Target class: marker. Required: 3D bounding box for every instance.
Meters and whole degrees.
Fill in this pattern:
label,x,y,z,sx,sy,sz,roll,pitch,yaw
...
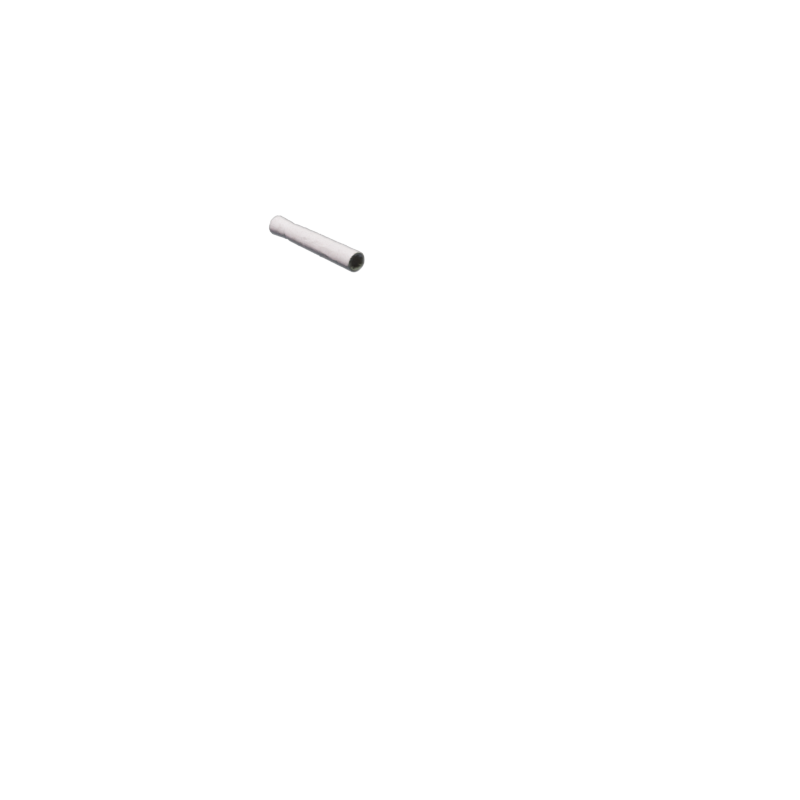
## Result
label,x,y,z,sx,sy,sz,roll,pitch,yaw
marker,-0.077,-0.140,0.983,0.019,0.019,0.129,-3,24,-41
